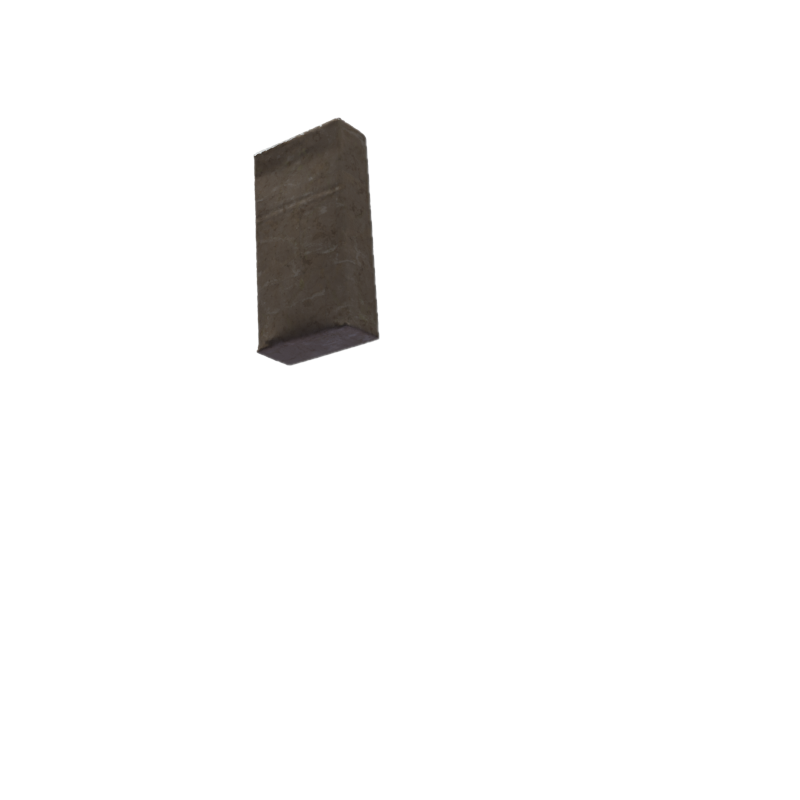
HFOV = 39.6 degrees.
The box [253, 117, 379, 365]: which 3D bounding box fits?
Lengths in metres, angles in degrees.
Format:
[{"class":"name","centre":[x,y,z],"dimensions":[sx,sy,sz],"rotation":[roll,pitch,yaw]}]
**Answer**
[{"class":"box","centre":[-0.068,-0.124,0.868],"dimensions":[0.095,0.186,0.045],"rotation":[-17,-28,32]}]
